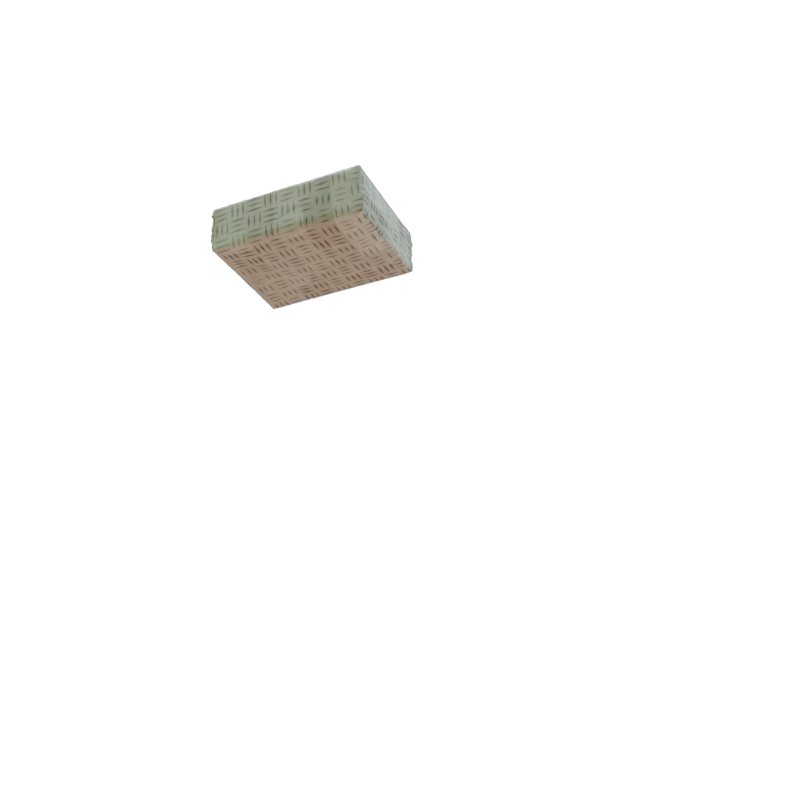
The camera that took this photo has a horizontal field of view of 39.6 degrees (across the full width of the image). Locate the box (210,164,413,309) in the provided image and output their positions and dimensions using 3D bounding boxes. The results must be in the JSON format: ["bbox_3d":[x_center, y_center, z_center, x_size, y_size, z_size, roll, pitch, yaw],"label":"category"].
[{"bbox_3d":[-0.059,-0.108,0.757,0.115,0.041,0.083,-11,-29,21],"label":"box"}]
